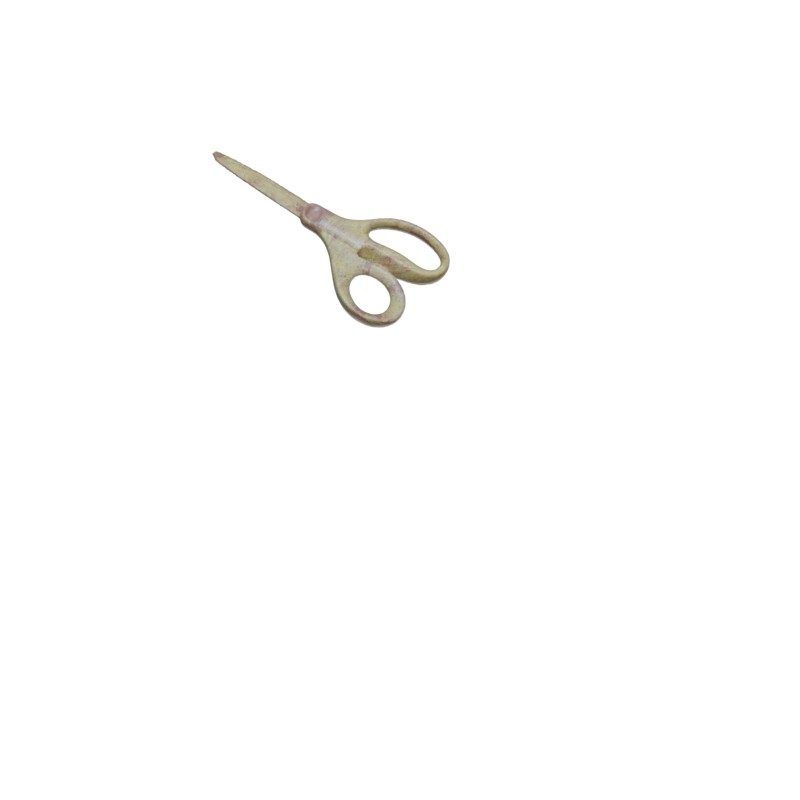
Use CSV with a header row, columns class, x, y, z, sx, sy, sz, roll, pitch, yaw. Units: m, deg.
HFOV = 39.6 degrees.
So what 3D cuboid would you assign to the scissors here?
class,x,y,z,sx,sy,sz,roll,pitch,yaw
scissors,-0.065,-0.118,0.826,0.206,0.100,0.015,19,-25,9
